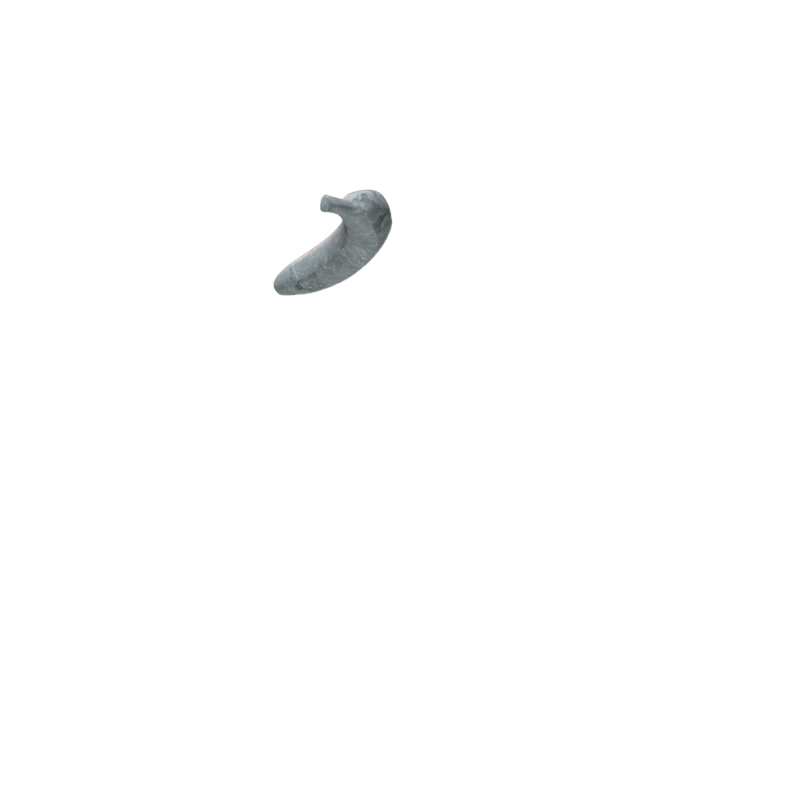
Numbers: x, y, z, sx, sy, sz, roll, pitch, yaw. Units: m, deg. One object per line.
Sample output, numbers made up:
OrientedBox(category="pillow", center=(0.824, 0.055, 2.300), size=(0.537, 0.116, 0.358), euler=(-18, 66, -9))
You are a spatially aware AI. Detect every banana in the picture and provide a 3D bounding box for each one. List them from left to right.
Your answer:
OrientedBox(category="banana", center=(-0.049, -0.124, 0.865), size=(0.068, 0.038, 0.193), euler=(4, -16, -15))
